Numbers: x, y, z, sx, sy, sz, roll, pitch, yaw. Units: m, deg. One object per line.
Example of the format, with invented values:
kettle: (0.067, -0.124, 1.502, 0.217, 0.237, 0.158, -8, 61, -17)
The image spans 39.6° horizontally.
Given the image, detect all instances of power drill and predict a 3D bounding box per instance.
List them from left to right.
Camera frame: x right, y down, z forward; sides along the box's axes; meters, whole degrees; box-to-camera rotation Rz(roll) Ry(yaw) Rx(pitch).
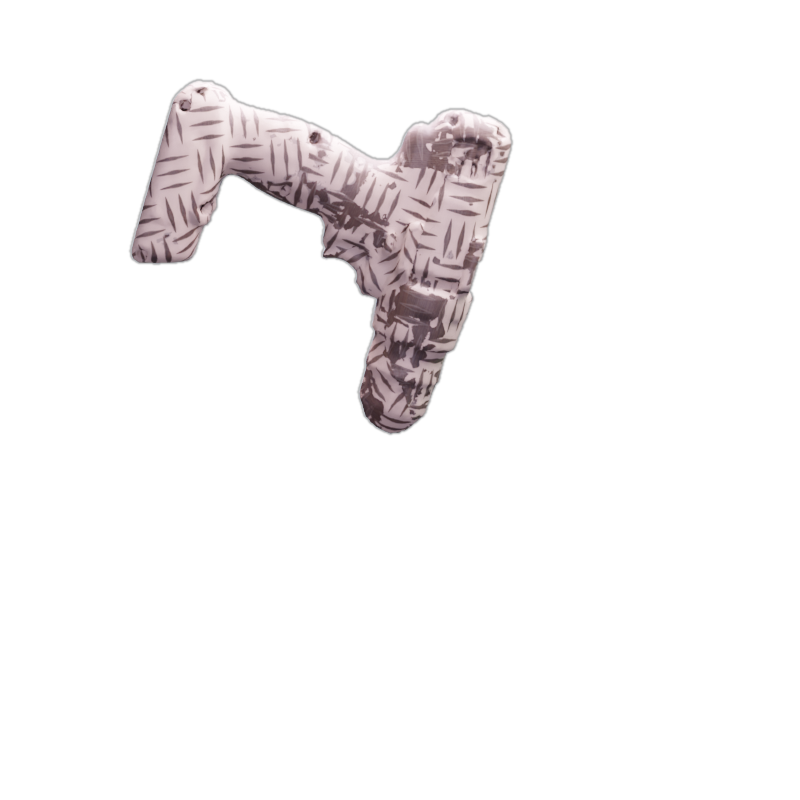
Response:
power drill: (-0.048, -0.087, 0.612, 0.187, 0.182, 0.058, 16, 8, -3)
